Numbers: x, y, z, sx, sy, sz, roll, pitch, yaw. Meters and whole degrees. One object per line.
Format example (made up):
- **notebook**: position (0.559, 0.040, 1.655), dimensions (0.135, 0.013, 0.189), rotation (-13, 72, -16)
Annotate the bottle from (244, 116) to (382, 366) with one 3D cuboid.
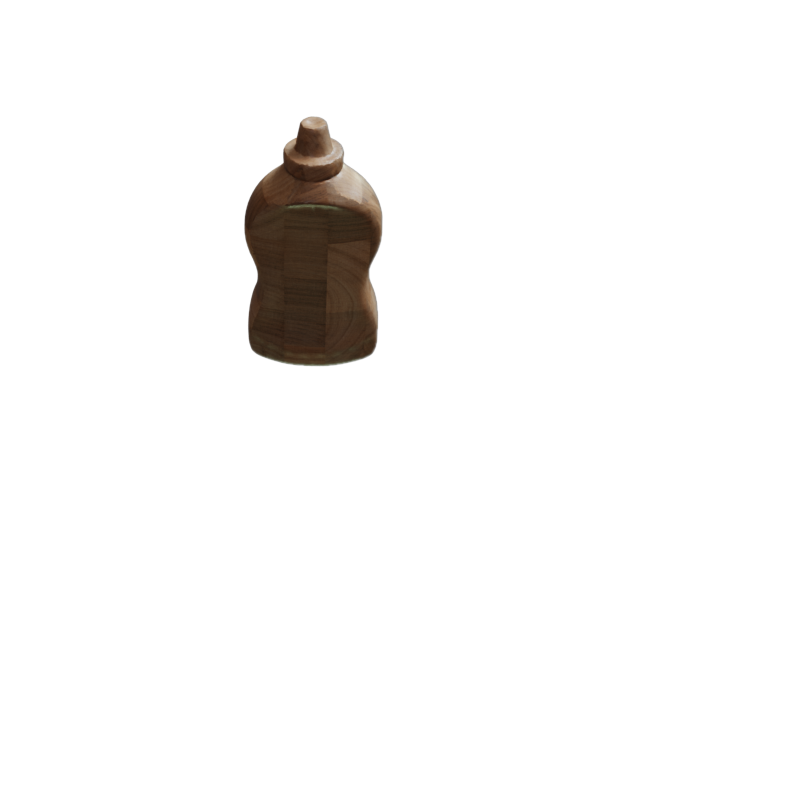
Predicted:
- **bottle**: position (-0.061, -0.112, 0.781), dimensions (0.096, 0.179, 0.062), rotation (3, 39, 1)
